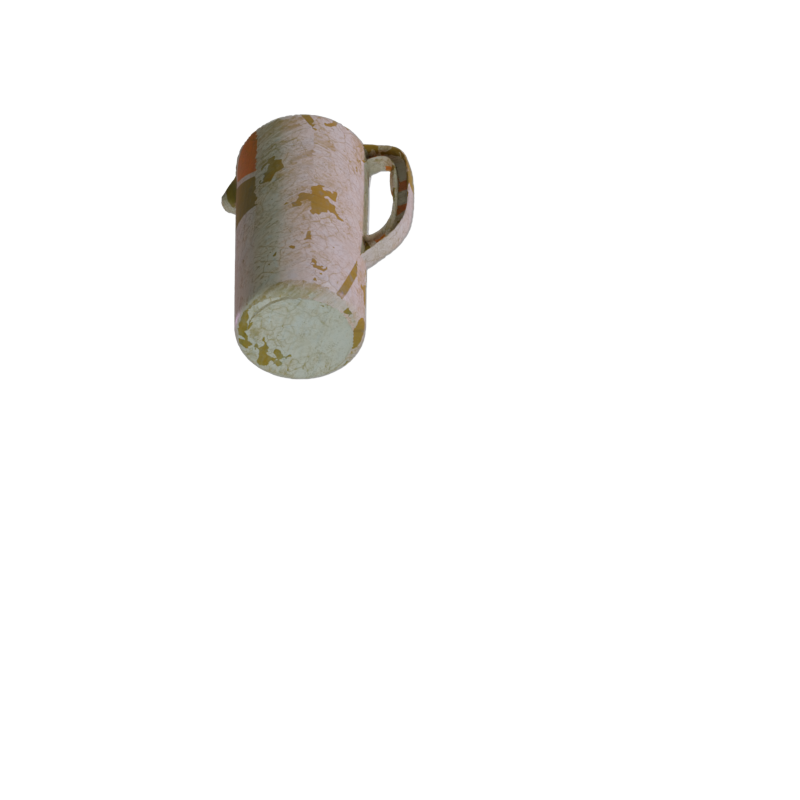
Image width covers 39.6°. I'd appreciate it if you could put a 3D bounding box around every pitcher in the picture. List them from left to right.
[{"bbox_3d":[-0.077,-0.141,0.987,0.139,0.261,0.144,21,-52,-21],"label":"pitcher"}]
